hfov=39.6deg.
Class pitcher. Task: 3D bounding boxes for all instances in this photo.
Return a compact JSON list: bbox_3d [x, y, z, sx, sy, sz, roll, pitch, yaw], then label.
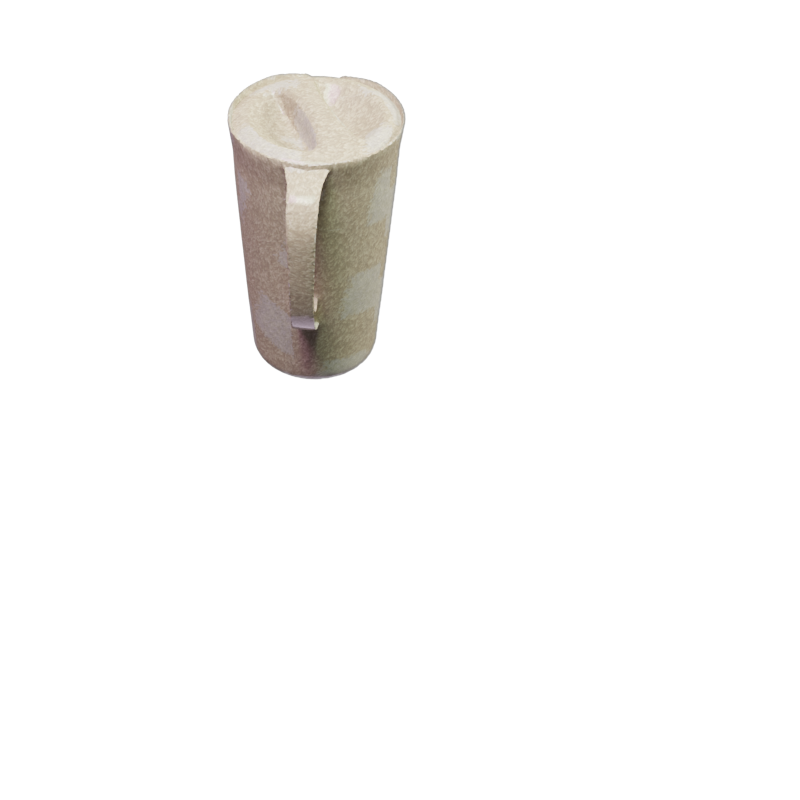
[{"bbox_3d":[-0.070,-0.128,0.893,0.149,0.226,0.155,-30,52,-31],"label":"pitcher"}]
